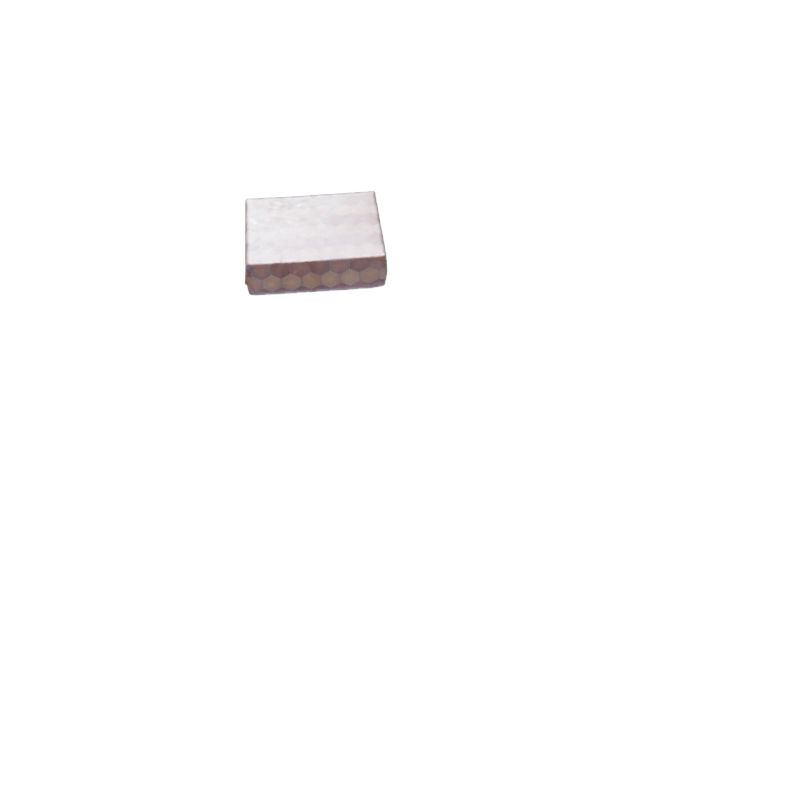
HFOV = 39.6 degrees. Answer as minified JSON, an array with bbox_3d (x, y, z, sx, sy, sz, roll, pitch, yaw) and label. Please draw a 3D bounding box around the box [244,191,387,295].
[{"bbox_3d":[-0.071,-0.129,0.907,0.113,0.036,0.097,-3,43,-4],"label":"box"}]
